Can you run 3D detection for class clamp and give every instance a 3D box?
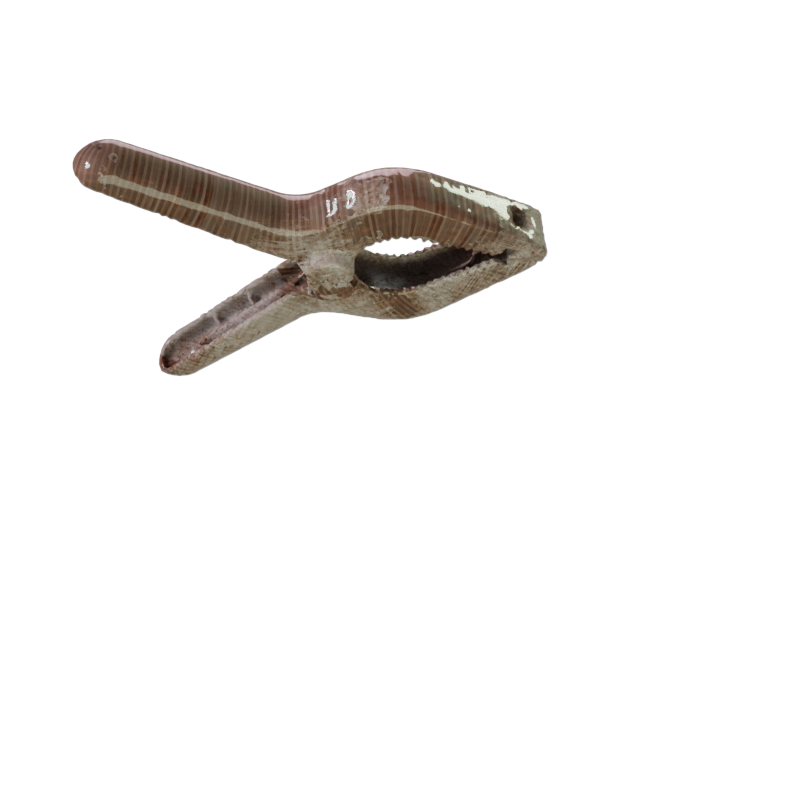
[{"bbox_3d":[-0.041,-0.074,0.518,0.212,0.039,0.152,-8,-35,11],"label":"clamp"}]
